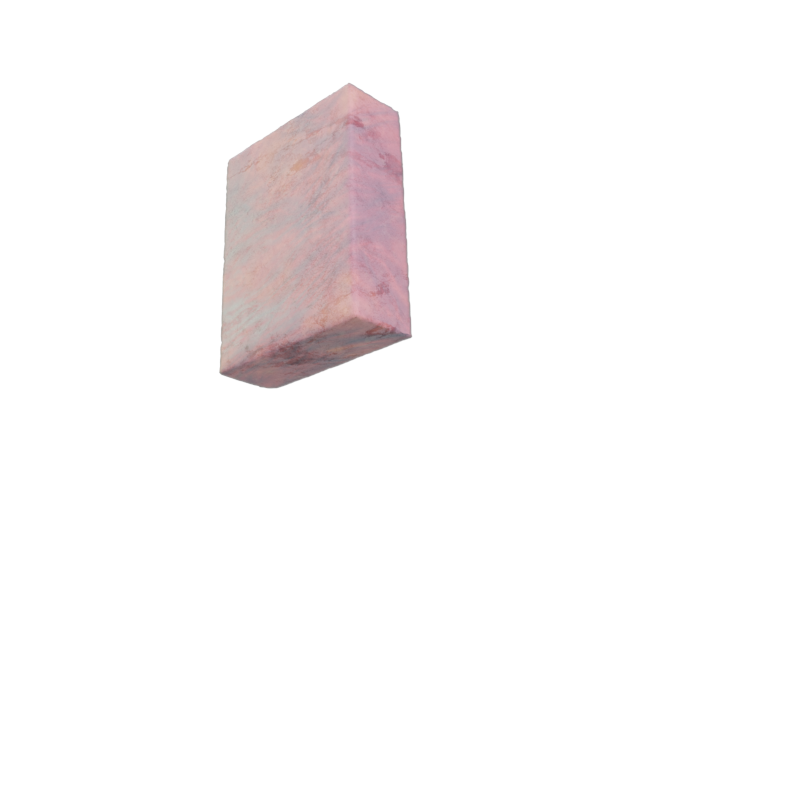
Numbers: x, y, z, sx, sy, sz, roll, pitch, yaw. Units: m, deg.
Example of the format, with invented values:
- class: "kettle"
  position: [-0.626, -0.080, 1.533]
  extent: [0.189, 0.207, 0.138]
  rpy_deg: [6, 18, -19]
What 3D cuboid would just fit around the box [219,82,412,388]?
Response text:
- class: "box"
  position: [-0.073, -0.133, 0.934]
  extent: [0.165, 0.227, 0.067]
  rpy_deg: [-23, -33, 38]
